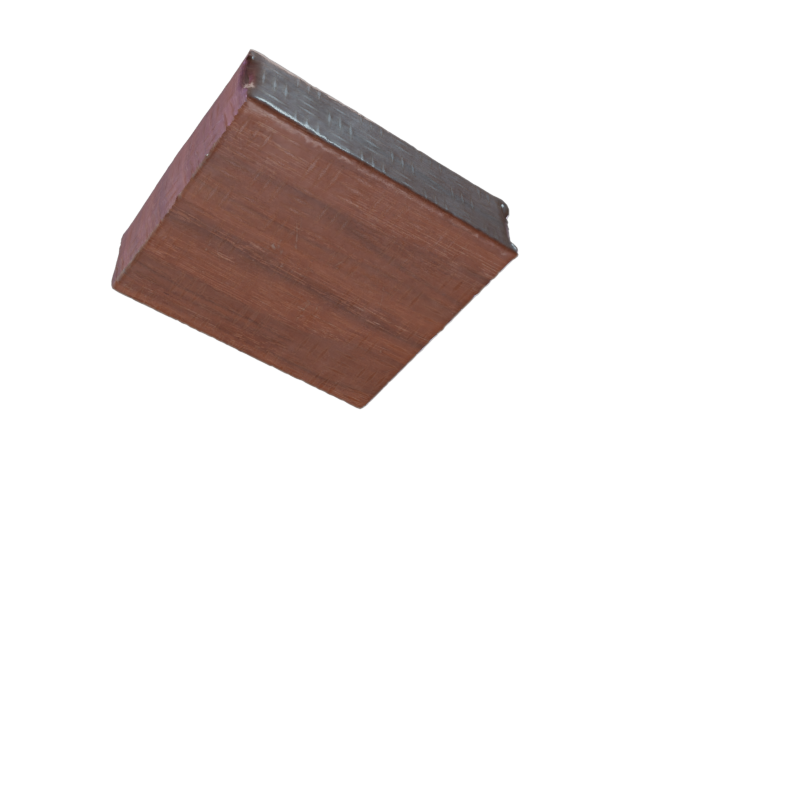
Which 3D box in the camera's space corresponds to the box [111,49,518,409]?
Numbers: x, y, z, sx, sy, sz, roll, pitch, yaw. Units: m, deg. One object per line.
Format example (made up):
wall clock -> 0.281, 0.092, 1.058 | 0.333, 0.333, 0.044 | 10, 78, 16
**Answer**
box -> -0.024, -0.045, 0.312 | 0.085, 0.032, 0.071 | 28, -56, -21
